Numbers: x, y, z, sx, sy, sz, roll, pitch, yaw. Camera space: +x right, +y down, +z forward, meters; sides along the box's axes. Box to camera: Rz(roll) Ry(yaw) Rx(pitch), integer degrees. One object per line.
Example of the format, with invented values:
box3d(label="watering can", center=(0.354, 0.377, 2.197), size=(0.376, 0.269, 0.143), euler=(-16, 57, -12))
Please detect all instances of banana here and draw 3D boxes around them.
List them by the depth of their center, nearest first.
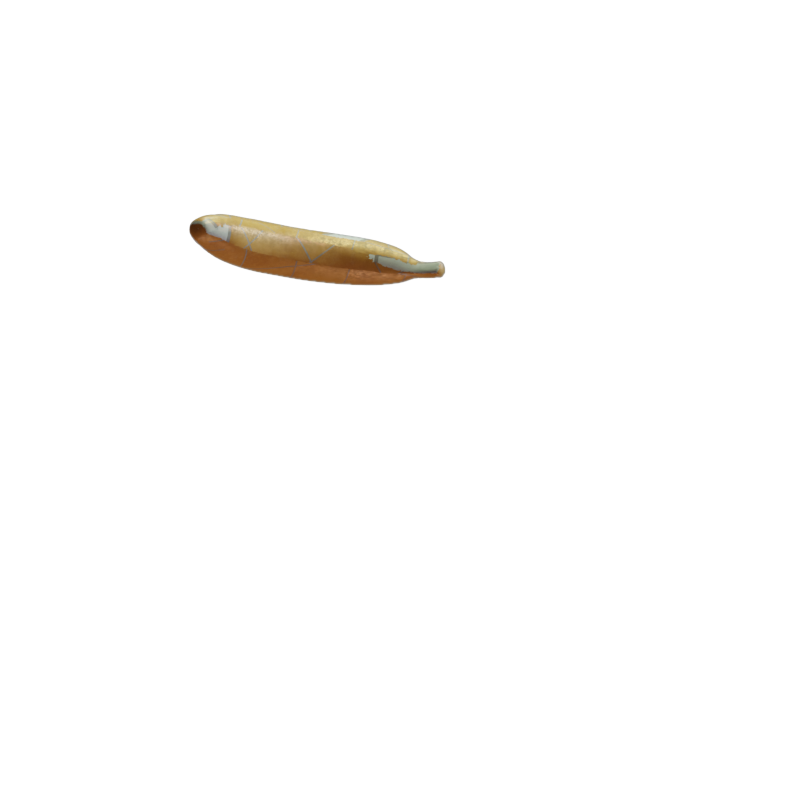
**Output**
box3d(label="banana", center=(-0.068, -0.110, 0.812), size=(0.191, 0.038, 0.070), euler=(5, -12, -25))
